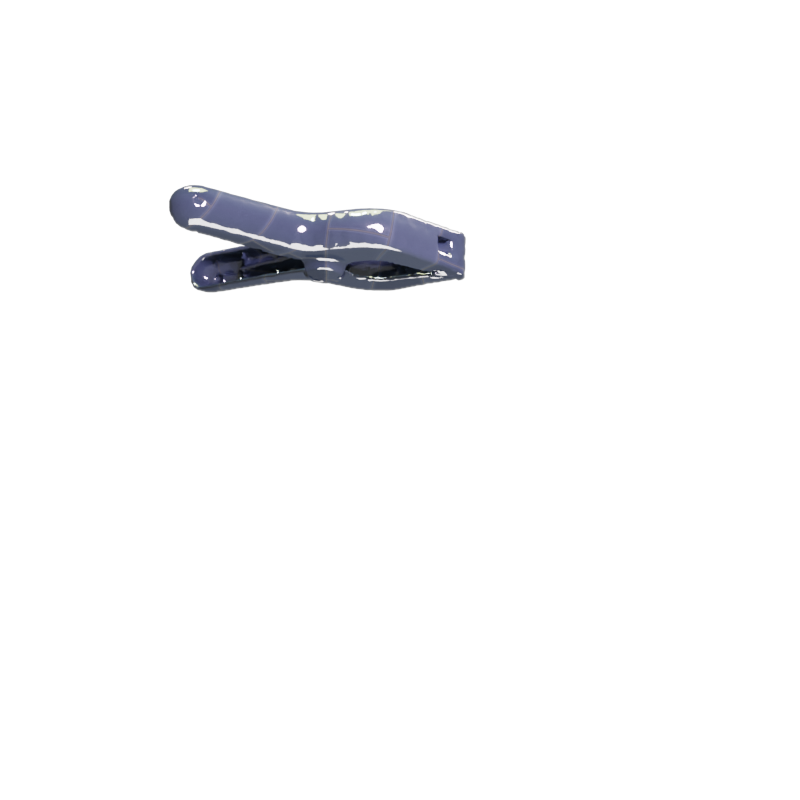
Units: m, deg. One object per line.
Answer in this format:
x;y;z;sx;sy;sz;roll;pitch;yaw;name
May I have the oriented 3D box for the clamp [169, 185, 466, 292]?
-0.050;-0.090;0.632;0.173;0.040;0.115;-1;-10;7;clamp
